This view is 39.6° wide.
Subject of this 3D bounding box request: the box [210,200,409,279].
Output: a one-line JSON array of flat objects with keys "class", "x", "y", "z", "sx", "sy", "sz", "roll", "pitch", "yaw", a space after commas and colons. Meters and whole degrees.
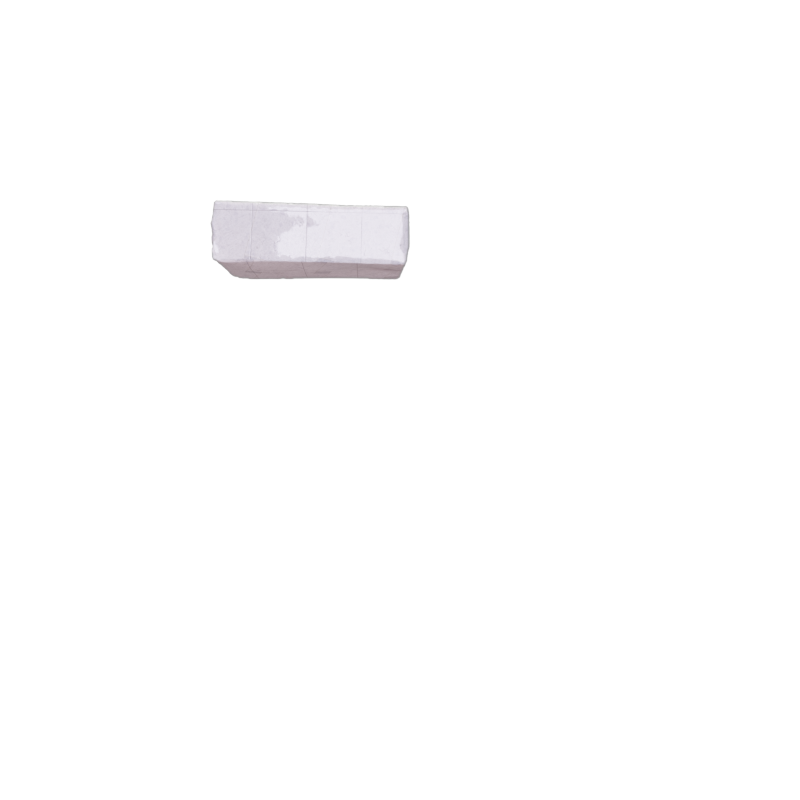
[{"class": "box", "x": -0.052, "y": -0.095, "z": 0.664, "sx": 0.114, "sy": 0.039, "sz": 0.089, "roll": 0, "pitch": -1, "yaw": 0}]
